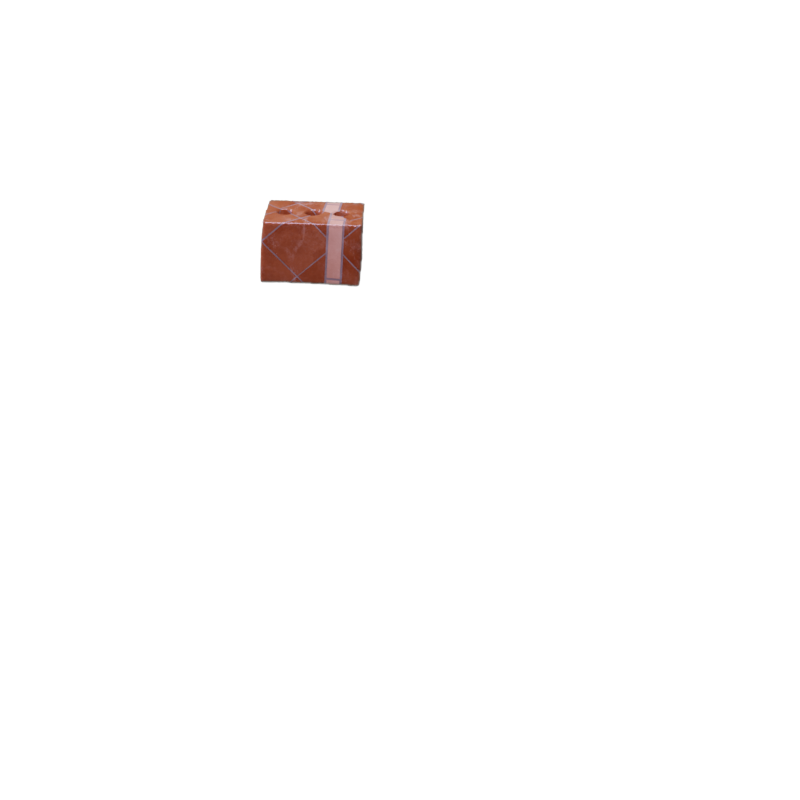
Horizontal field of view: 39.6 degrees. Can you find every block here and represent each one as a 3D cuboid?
[{"bbox_3d":[-0.068,-0.124,0.867,0.078,0.049,0.055,2,27,3],"label":"block"}]
